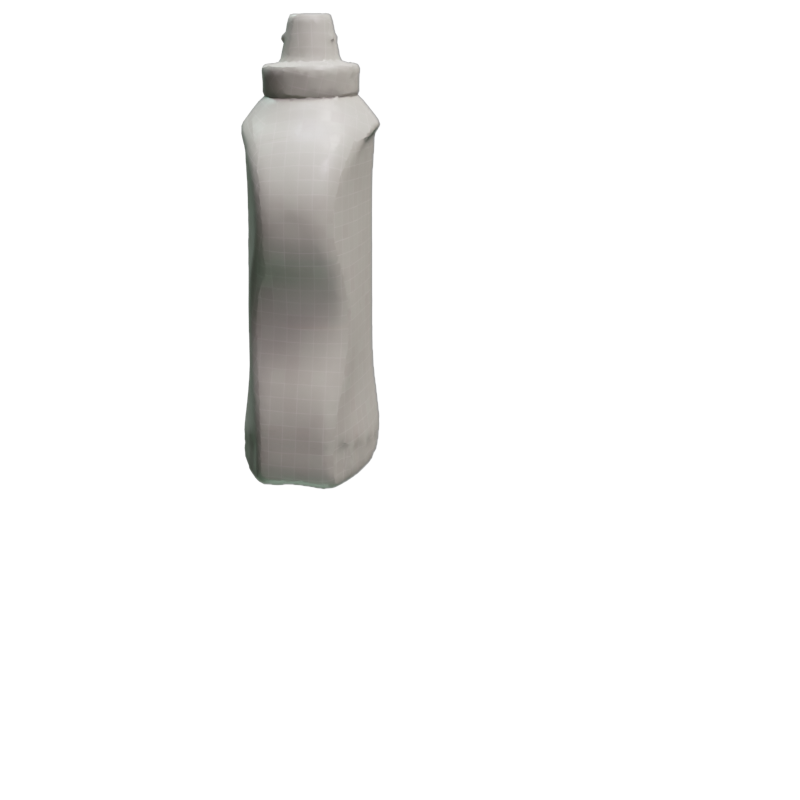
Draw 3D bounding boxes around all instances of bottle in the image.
[{"bbox_3d":[-0.038,-0.068,0.475,0.059,0.186,0.098,3,13,8],"label":"bottle"}]
